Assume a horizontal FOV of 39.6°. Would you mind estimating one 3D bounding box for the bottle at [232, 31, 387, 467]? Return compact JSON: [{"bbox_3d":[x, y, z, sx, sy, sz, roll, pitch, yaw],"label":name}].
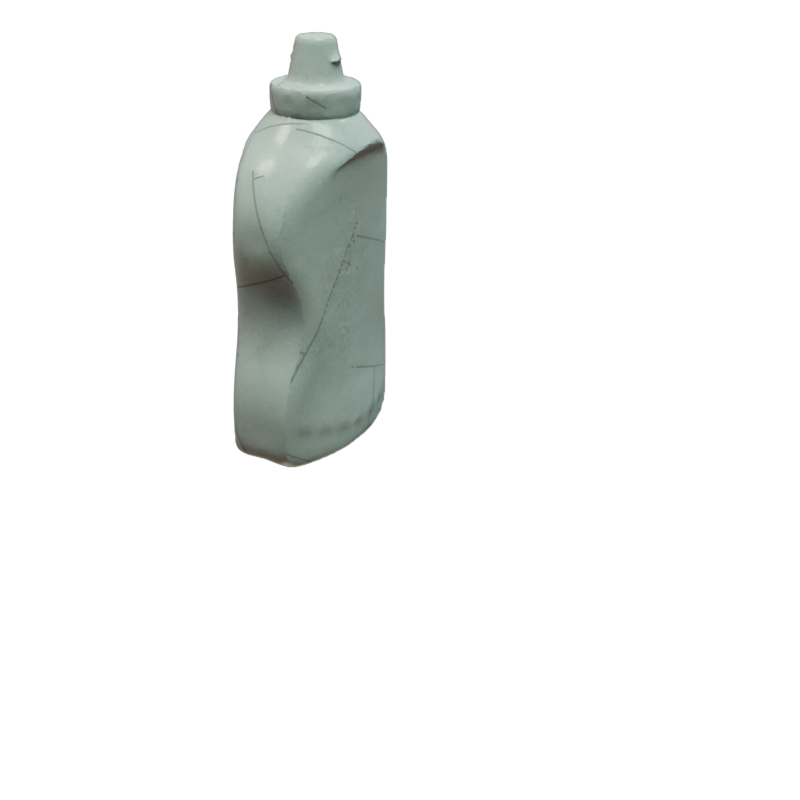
[{"bbox_3d":[-0.040,-0.073,0.515,0.061,0.183,0.096,13,24,27],"label":"bottle"}]
